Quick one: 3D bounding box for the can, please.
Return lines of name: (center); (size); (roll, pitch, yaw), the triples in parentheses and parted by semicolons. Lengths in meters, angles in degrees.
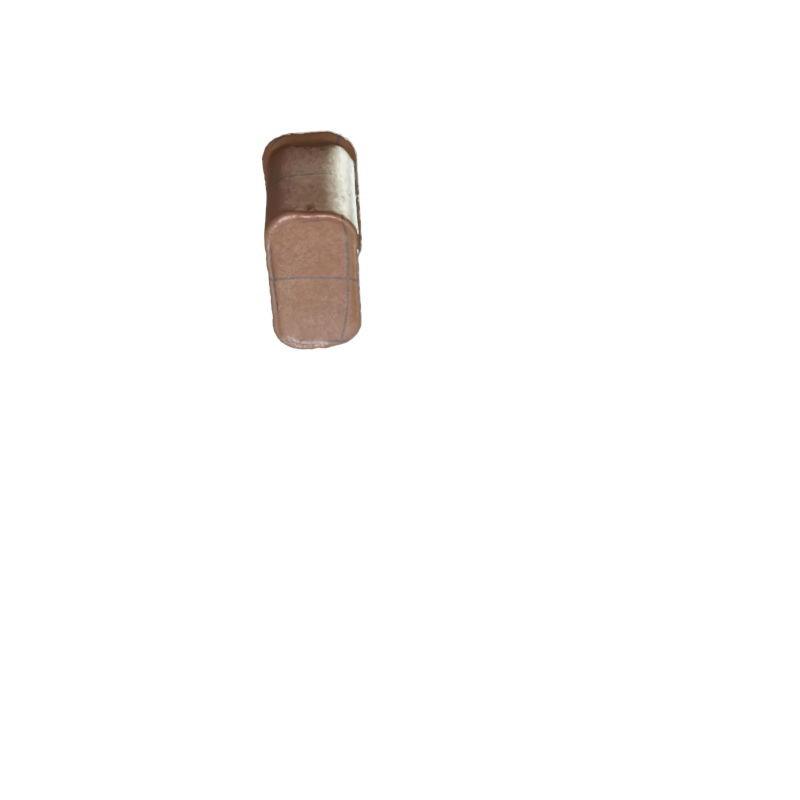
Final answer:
can: (-0.051, -0.093, 0.651); (0.057, 0.095, 0.090); (-3, 40, -1)
